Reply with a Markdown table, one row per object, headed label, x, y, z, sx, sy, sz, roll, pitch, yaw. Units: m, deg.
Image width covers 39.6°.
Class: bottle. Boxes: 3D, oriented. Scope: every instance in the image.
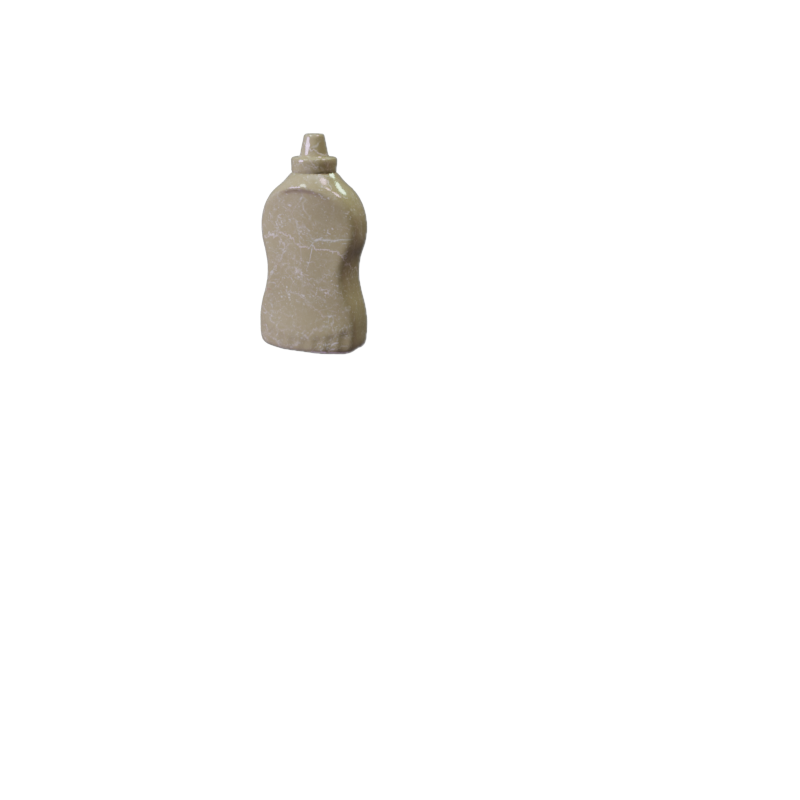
| label | x | y | z | sx | sy | sz | roll | pitch | yaw |
| --- | --- | --- | --- | --- | --- | --- | --- | --- | --- |
| bottle | -0.077 | -0.141 | 0.988 | 0.100 | 0.187 | 0.058 | 7 | 12 | 27 |
